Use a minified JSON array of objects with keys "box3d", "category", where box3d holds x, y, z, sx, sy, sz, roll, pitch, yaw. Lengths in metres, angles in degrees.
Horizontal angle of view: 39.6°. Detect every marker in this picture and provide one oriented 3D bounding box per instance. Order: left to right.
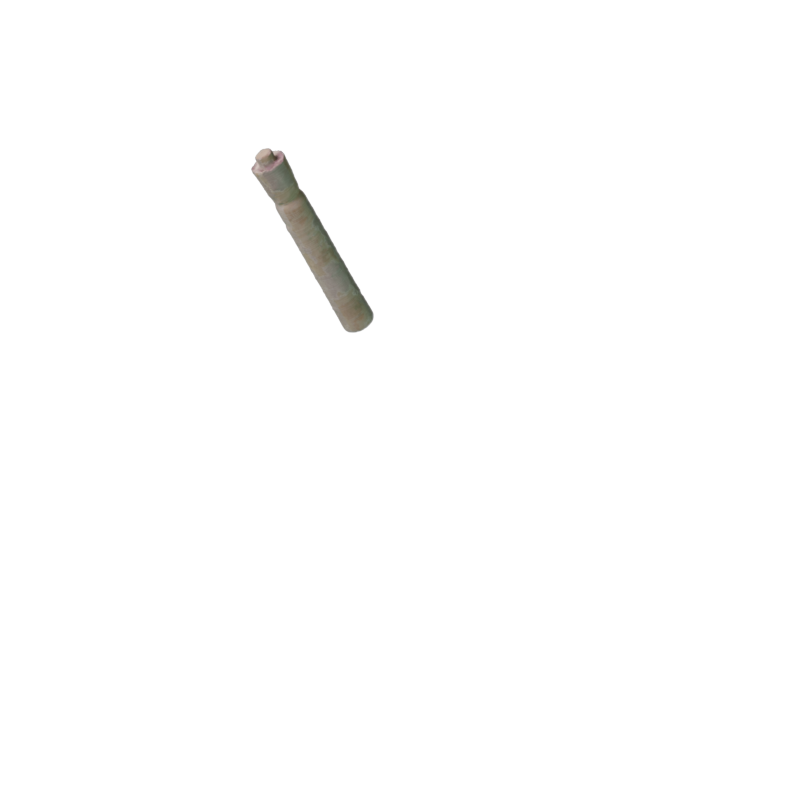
[{"box3d":[-0.046,-0.085,0.592,0.020,0.112,0.021,-21,35,14],"category":"marker"}]
